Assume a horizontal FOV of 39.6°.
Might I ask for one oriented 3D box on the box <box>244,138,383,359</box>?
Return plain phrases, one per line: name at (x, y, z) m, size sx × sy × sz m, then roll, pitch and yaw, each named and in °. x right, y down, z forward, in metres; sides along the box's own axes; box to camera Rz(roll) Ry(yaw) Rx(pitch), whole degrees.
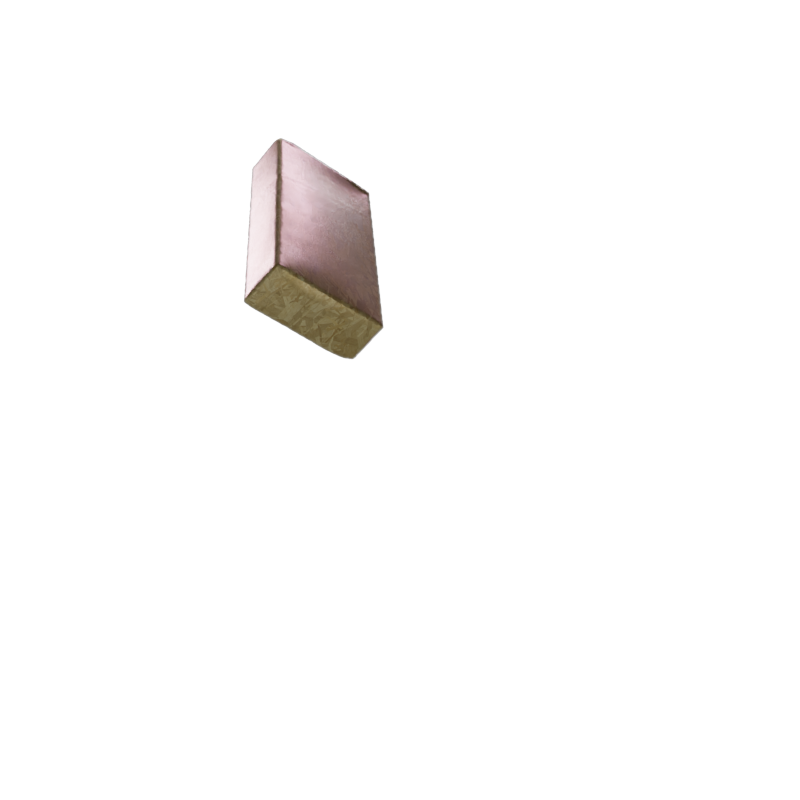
box at (-0.064, -0.117, 0.814) m, size 0.089 × 0.189 × 0.047 m, roll 28°, pitch -56°, yaw -25°
